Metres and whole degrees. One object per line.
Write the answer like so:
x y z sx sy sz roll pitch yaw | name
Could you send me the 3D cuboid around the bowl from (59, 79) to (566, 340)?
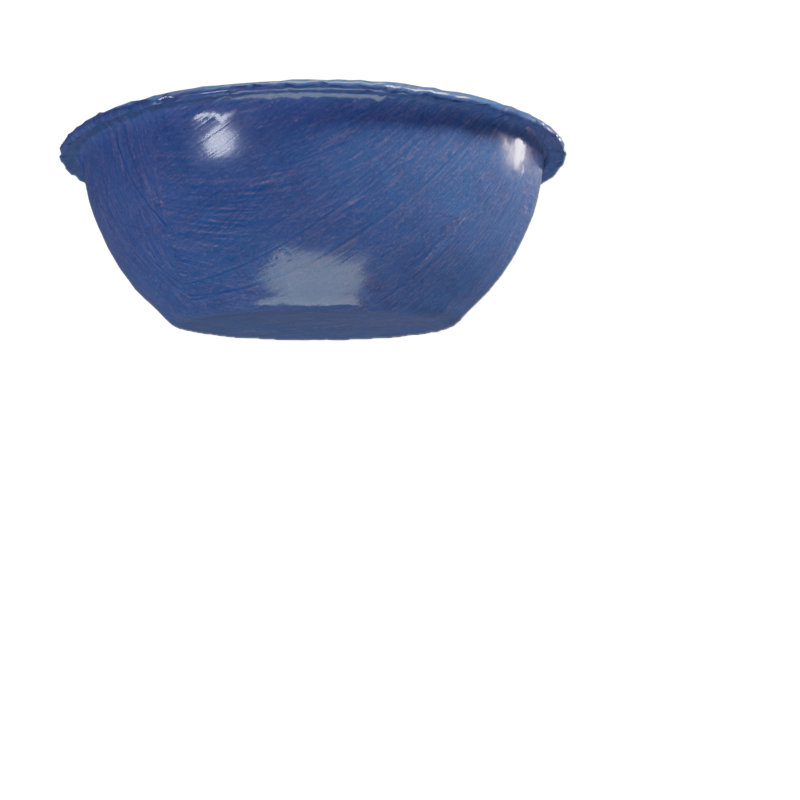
-0.028 -0.051 0.357 0.162 0.056 0.160 0 -4 -2 | bowl
